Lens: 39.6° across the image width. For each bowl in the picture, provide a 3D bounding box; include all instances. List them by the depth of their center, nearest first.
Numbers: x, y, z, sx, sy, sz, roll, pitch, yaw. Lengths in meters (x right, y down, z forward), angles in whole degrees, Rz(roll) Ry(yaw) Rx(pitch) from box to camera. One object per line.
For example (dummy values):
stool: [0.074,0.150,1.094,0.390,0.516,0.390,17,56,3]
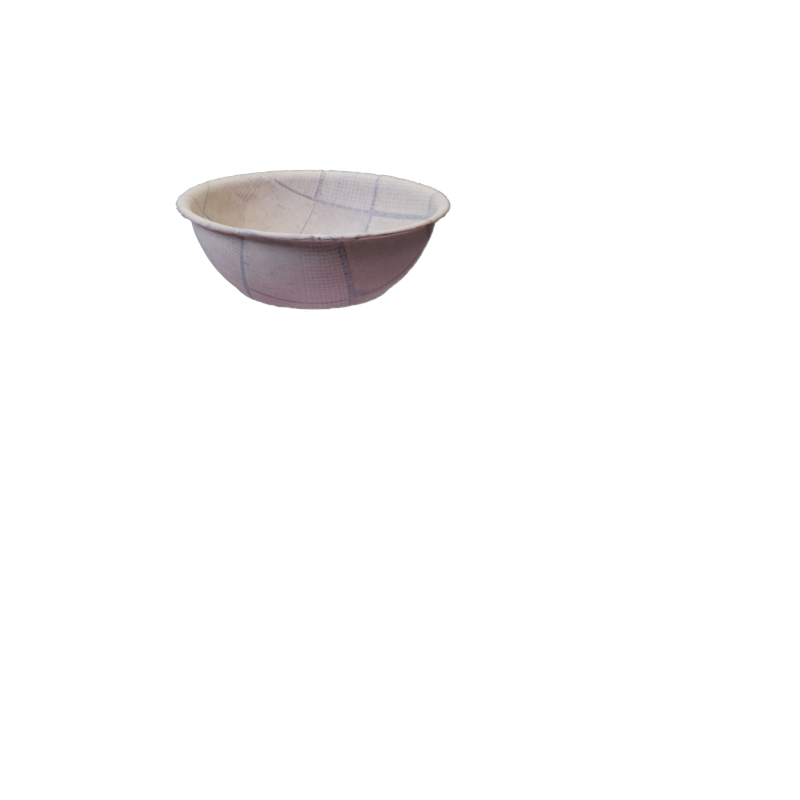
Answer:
bowl: [-0.052,-0.094,0.662,0.162,0.053,0.170,-1,22,-2]
